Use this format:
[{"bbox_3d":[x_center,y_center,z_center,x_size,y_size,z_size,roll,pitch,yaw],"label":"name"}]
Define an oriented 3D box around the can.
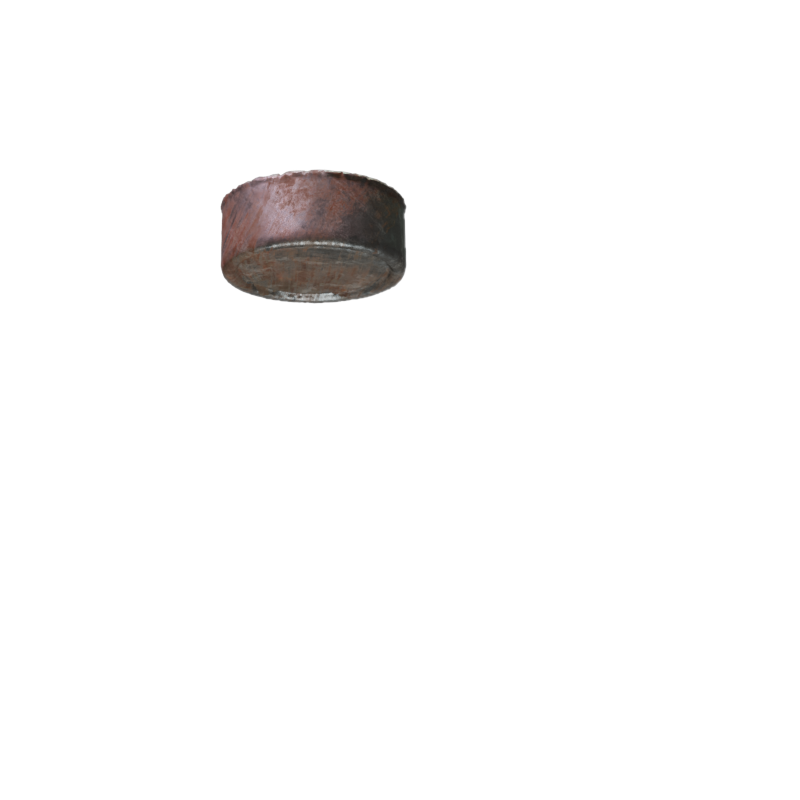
[{"bbox_3d":[-0.040,-0.072,0.508,0.086,0.035,0.082,0,-15,-2],"label":"can"}]
